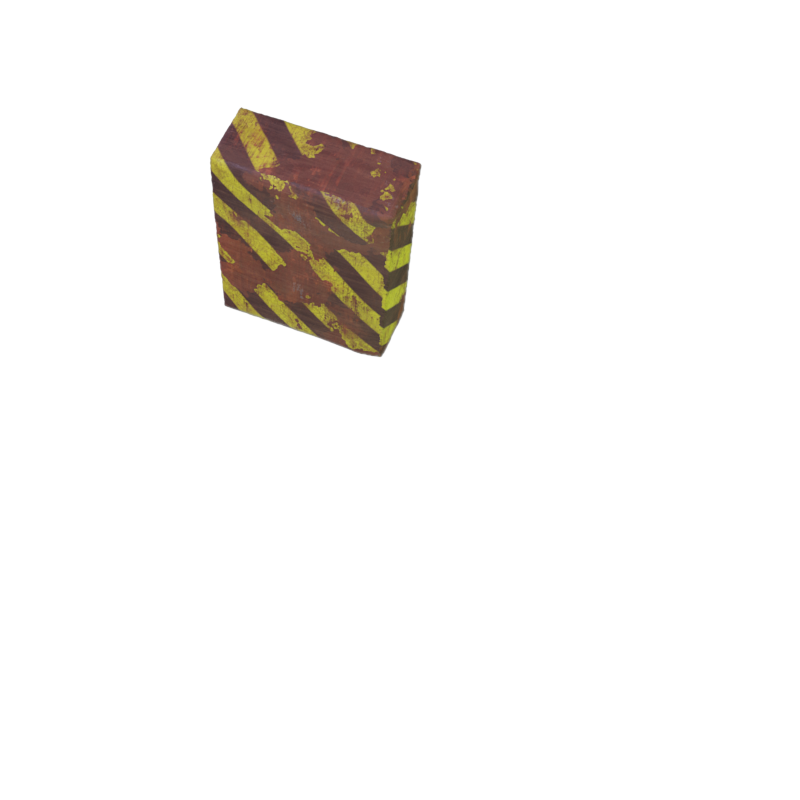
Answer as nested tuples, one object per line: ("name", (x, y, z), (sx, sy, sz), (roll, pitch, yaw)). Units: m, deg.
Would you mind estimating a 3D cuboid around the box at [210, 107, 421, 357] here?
("box", (-0.076, -0.139, 0.972), (0.168, 0.075, 0.200), (20, -31, 10))
